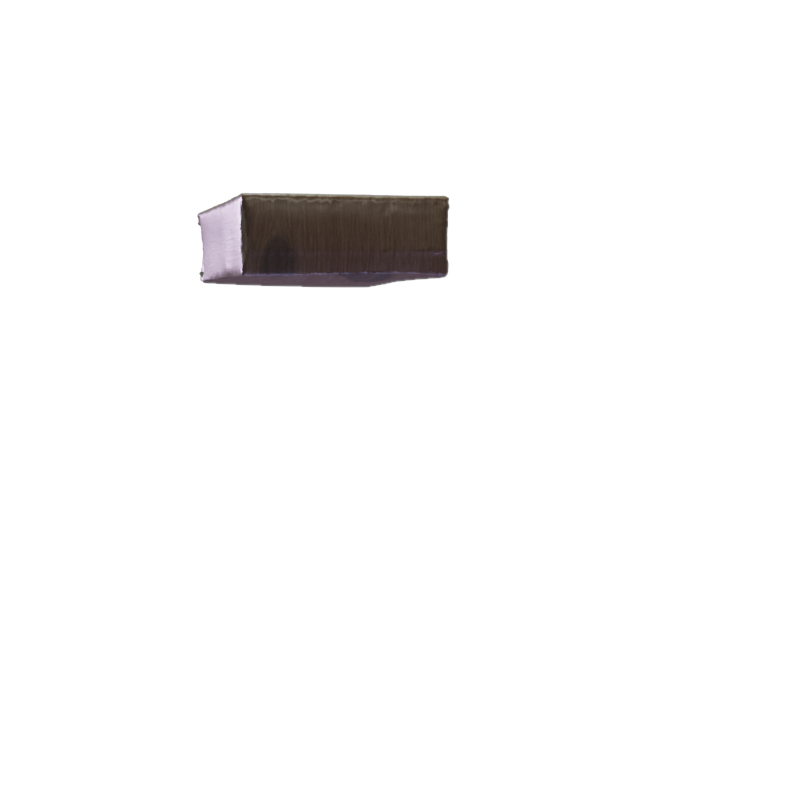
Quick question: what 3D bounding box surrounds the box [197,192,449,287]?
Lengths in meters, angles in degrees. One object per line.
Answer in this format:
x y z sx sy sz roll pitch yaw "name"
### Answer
-0.039 -0.072 0.501 0.088 0.039 0.116 -1 2 -18 "box"
